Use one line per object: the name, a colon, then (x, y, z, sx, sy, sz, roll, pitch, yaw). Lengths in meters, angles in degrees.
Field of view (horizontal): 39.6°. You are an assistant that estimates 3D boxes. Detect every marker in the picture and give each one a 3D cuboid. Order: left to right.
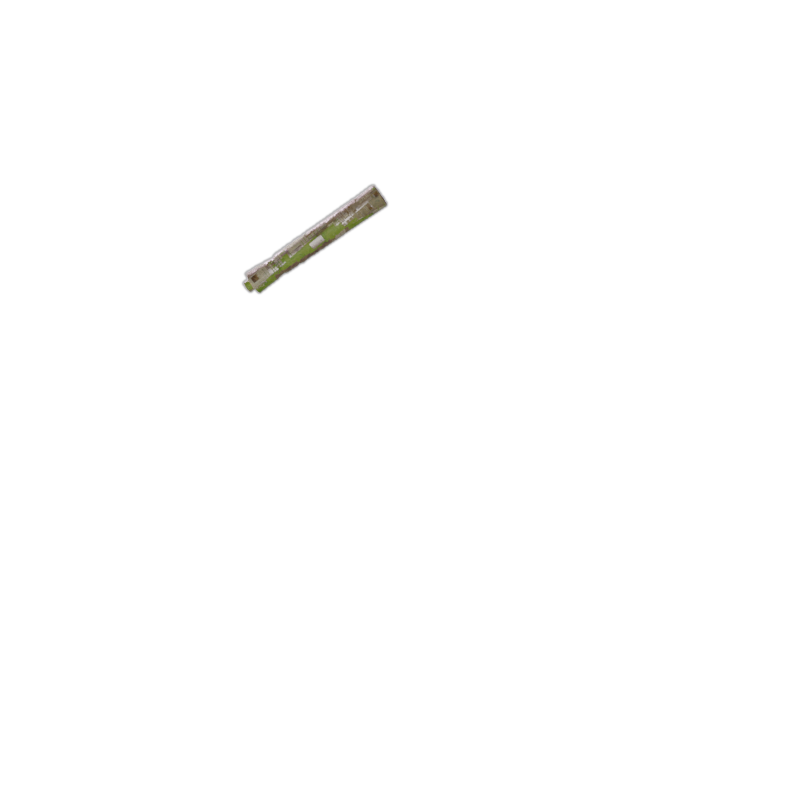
marker: (-0.064, -0.116, 0.814, 0.121, 0.020, 0.020, -34, 0, 7)
